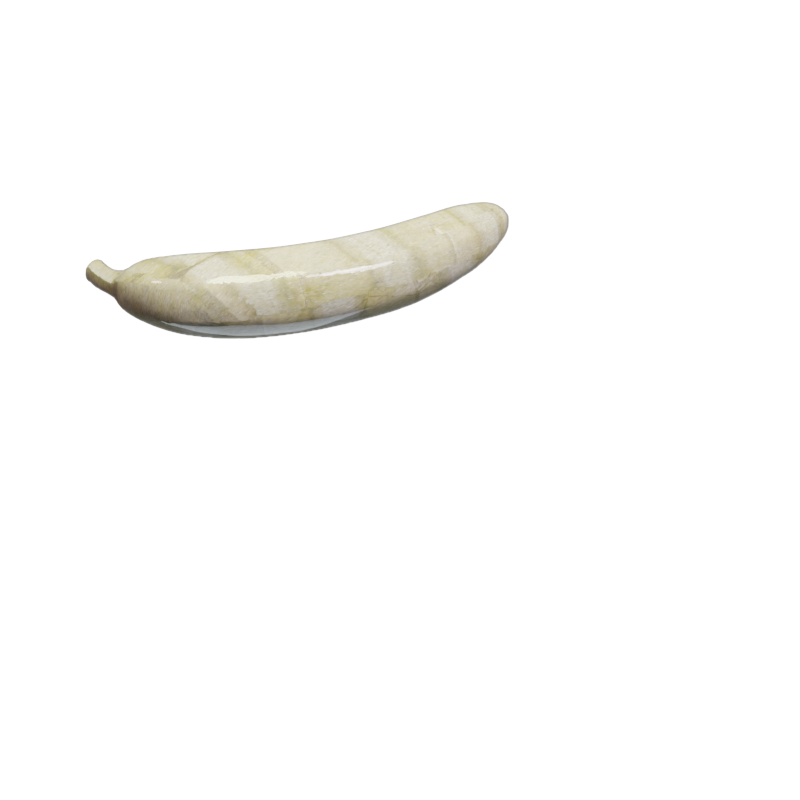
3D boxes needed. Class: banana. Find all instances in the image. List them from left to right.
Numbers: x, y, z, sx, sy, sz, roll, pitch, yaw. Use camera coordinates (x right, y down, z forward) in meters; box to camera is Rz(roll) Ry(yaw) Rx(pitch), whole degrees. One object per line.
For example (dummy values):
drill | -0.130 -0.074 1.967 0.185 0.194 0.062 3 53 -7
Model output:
banana | -0.038 -0.059 0.486 0.196 0.034 0.075 -8 40 -9
